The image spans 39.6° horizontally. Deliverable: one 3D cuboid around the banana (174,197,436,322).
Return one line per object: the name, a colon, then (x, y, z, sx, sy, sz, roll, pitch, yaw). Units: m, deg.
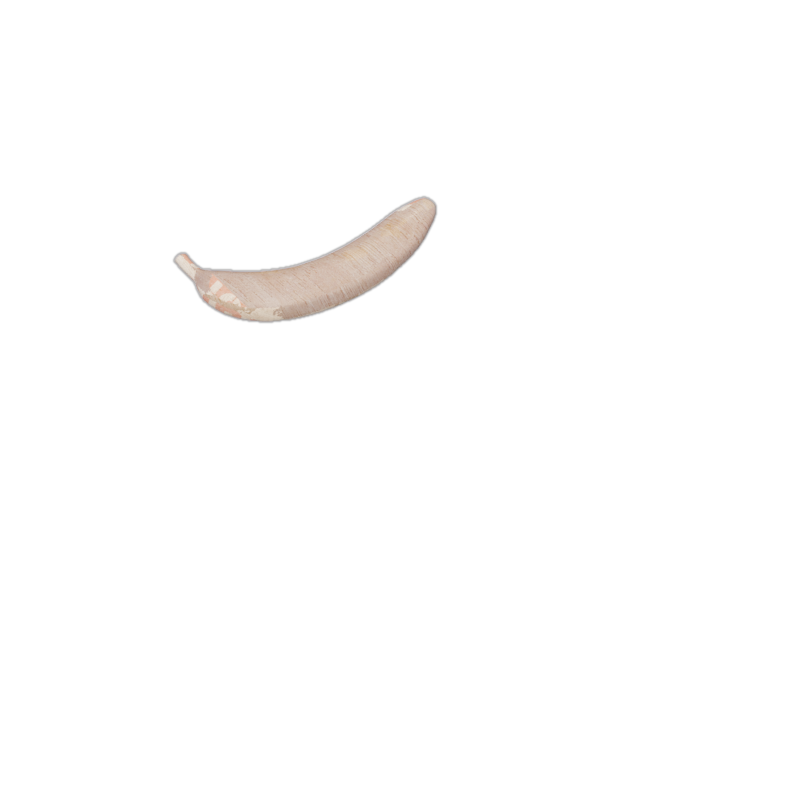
banana: (-0.063, -0.097, 0.806, 0.197, 0.072, 0.036, -13, -12, -3)
